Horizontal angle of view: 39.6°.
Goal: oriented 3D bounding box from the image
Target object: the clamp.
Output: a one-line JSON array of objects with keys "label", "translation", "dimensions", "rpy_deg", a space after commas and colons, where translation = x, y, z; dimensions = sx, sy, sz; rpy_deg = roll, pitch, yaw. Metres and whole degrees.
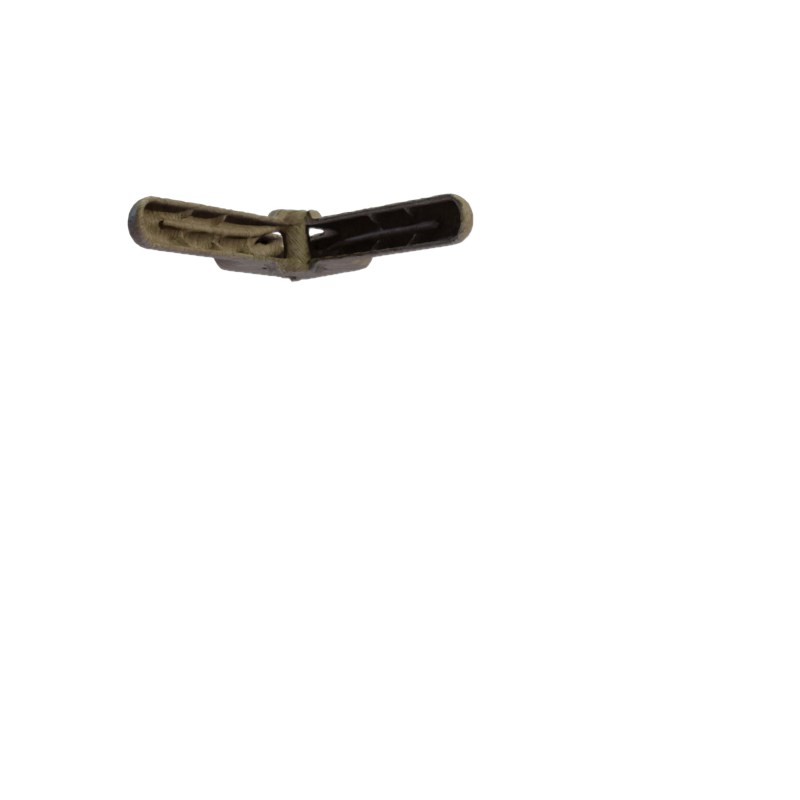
[{"label": "clamp", "translation": [-0.048, -0.088, 0.614], "dimensions": [0.165, 0.037, 0.208], "rpy_deg": [0, 1, 1]}]
